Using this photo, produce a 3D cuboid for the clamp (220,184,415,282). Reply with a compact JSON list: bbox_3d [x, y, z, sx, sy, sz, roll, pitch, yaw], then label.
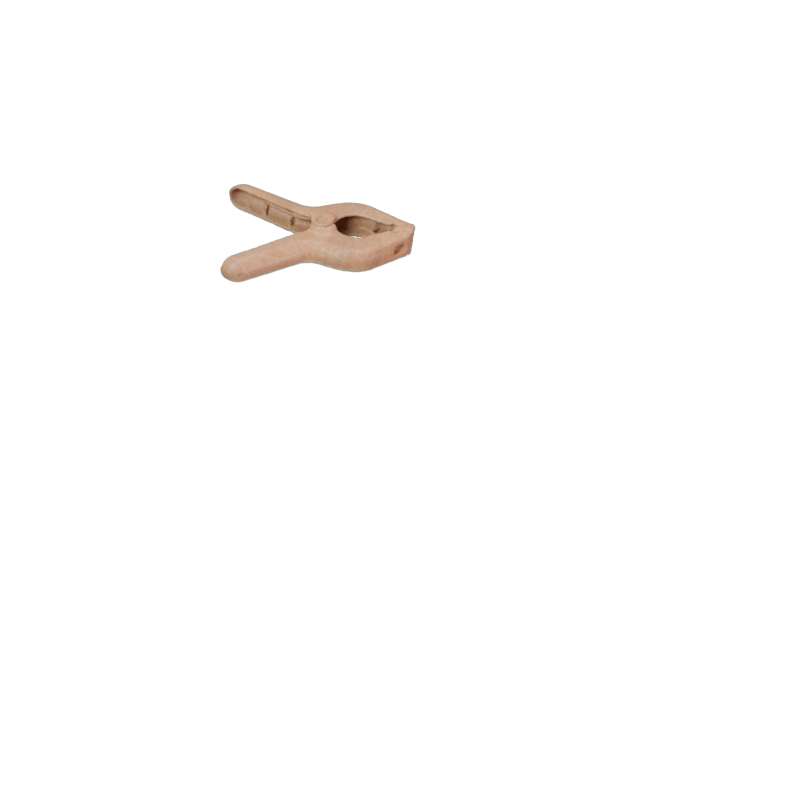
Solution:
[{"bbox_3d":[-0.075,-0.137,0.961,0.173,0.128,0.036,6,-41,5],"label":"clamp"}]
